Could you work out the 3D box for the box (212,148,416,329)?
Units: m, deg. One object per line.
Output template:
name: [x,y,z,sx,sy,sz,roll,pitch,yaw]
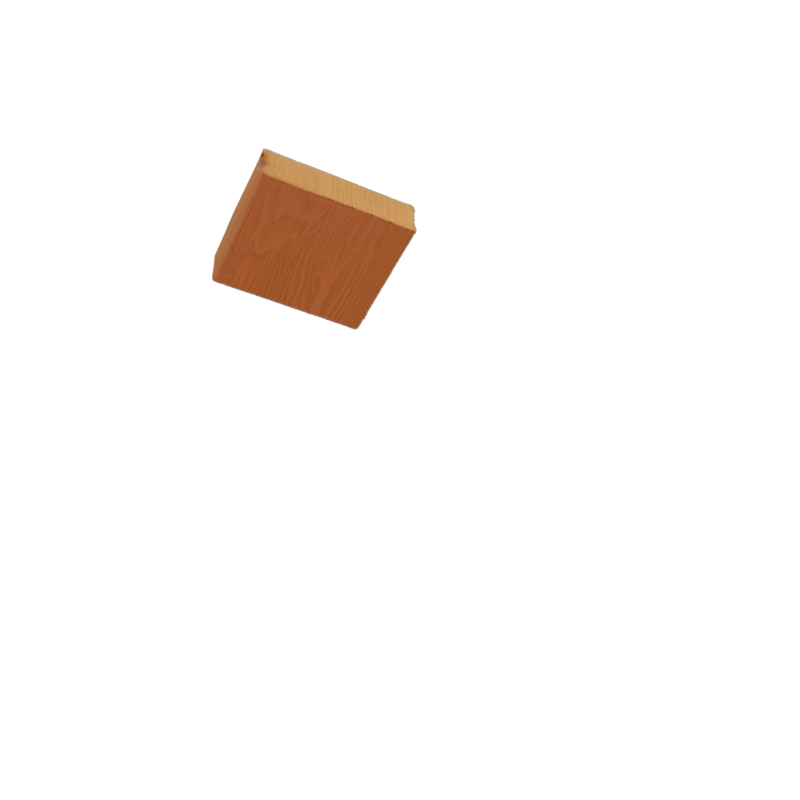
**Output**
box: [-0.046,-0.084,0.591,0.087,0.070,0.032,19,35,-14]
